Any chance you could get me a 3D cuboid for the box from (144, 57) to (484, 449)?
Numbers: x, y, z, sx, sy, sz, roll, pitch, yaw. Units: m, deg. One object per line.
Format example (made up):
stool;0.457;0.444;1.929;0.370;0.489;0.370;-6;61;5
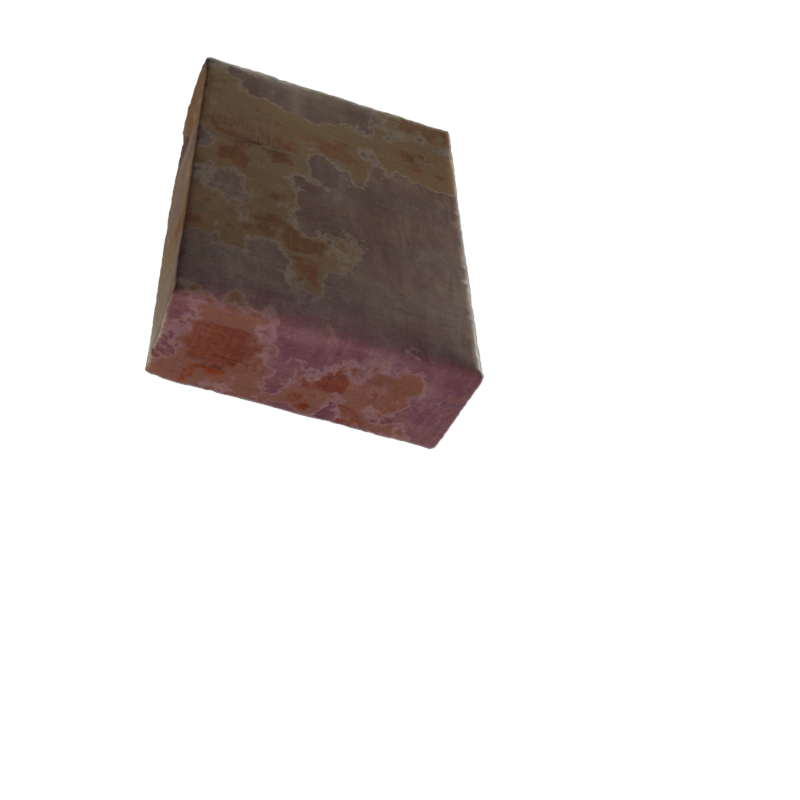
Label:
box;-0.049;-0.090;0.631;0.160;0.230;0.069;14;-48;-16
